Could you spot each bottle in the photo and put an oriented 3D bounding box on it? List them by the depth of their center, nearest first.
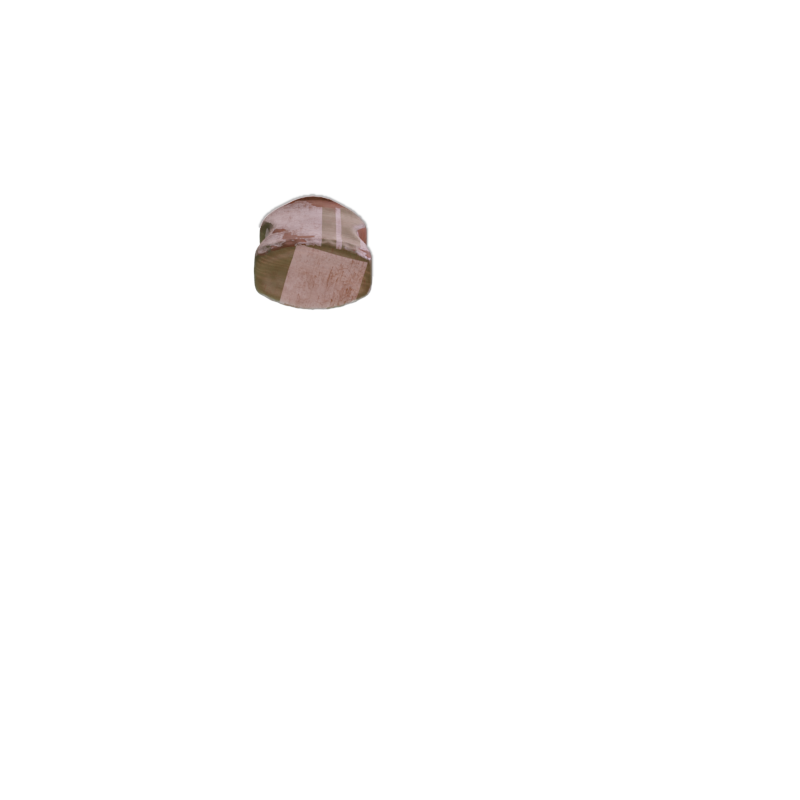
[{"bbox_3d":[-0.076,-0.139,0.974,0.096,0.056,0.201,-2,24,-3],"label":"bottle"}]
